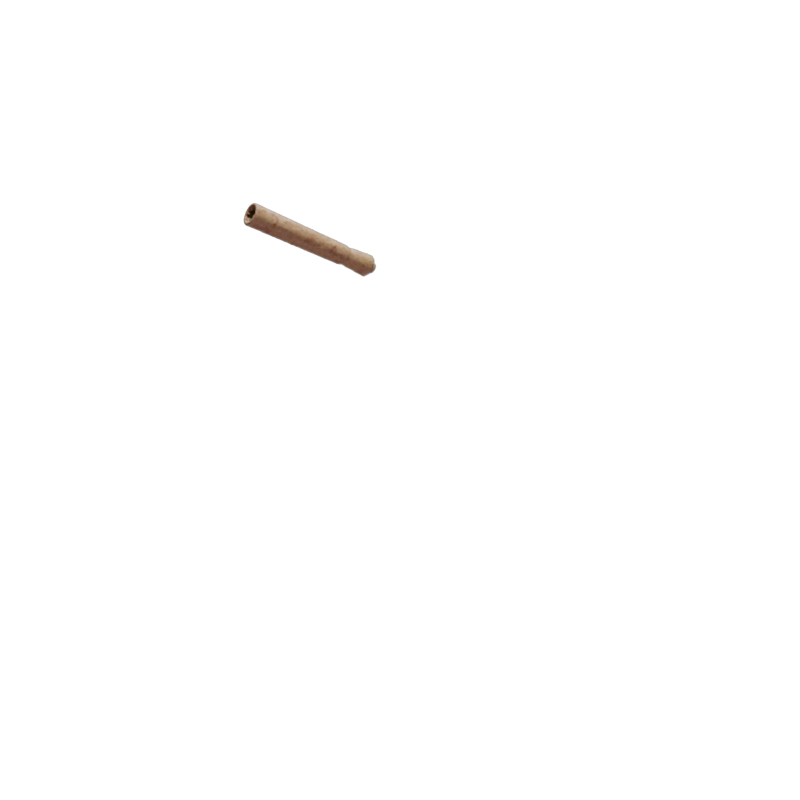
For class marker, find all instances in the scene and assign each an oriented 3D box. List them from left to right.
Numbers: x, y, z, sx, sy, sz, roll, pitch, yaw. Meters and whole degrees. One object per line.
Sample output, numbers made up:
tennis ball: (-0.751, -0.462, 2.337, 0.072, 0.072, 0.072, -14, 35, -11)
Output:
marker: (-0.069, -0.125, 0.879, 0.115, 0.020, 0.020, 21, -8, -30)
